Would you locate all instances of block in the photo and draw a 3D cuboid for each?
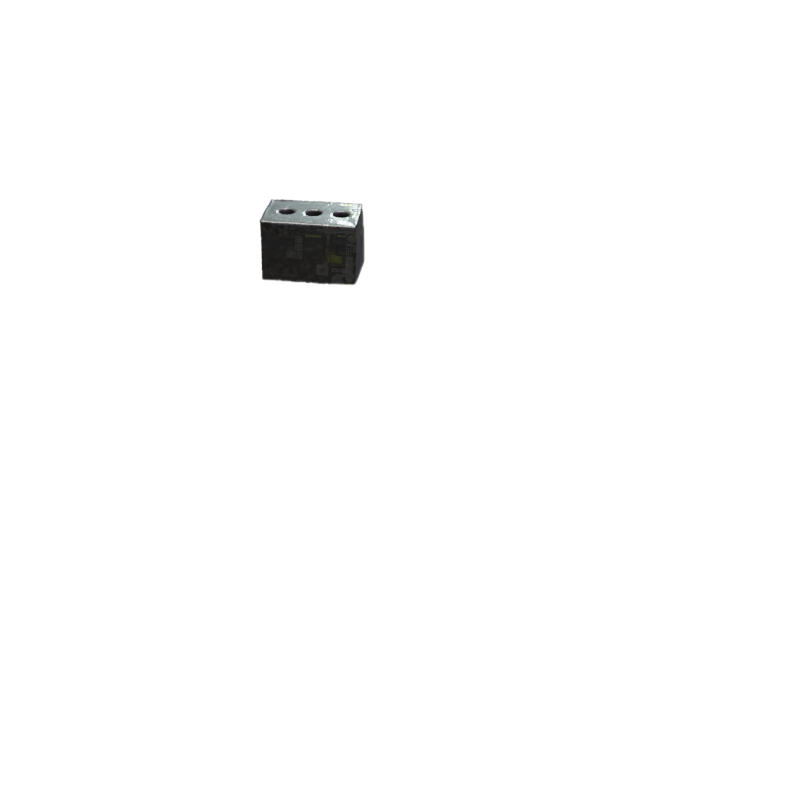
[{"bbox_3d":[-0.069,-0.126,0.885,0.079,0.049,0.055,4,26,6],"label":"block"}]
